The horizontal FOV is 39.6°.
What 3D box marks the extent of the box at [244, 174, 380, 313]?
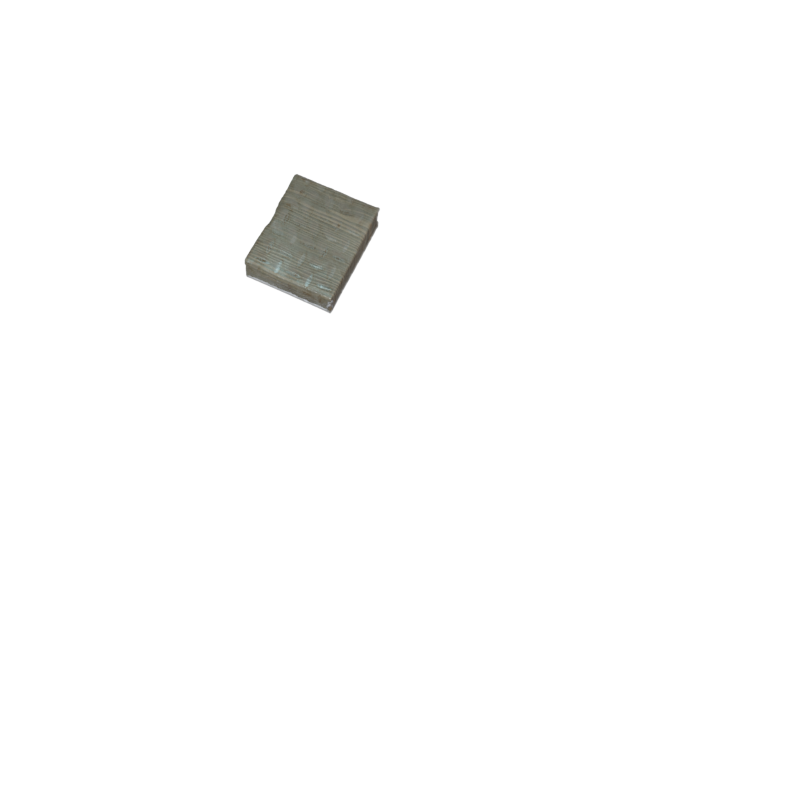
[{"bbox_3d":[-0.066,-0.121,0.844,0.075,0.092,0.028,23,-25,11],"label":"box"}]
